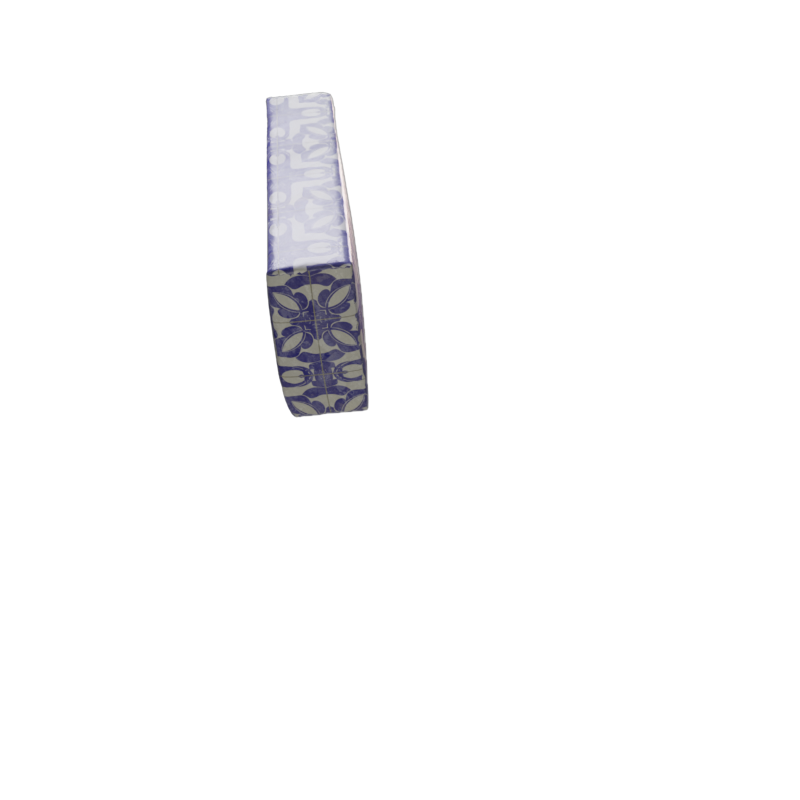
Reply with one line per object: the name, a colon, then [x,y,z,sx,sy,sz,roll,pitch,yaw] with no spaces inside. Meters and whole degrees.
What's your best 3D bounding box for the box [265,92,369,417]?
box: [-0.046,-0.085,0.591,0.048,0.087,0.189,-5,40,0]
